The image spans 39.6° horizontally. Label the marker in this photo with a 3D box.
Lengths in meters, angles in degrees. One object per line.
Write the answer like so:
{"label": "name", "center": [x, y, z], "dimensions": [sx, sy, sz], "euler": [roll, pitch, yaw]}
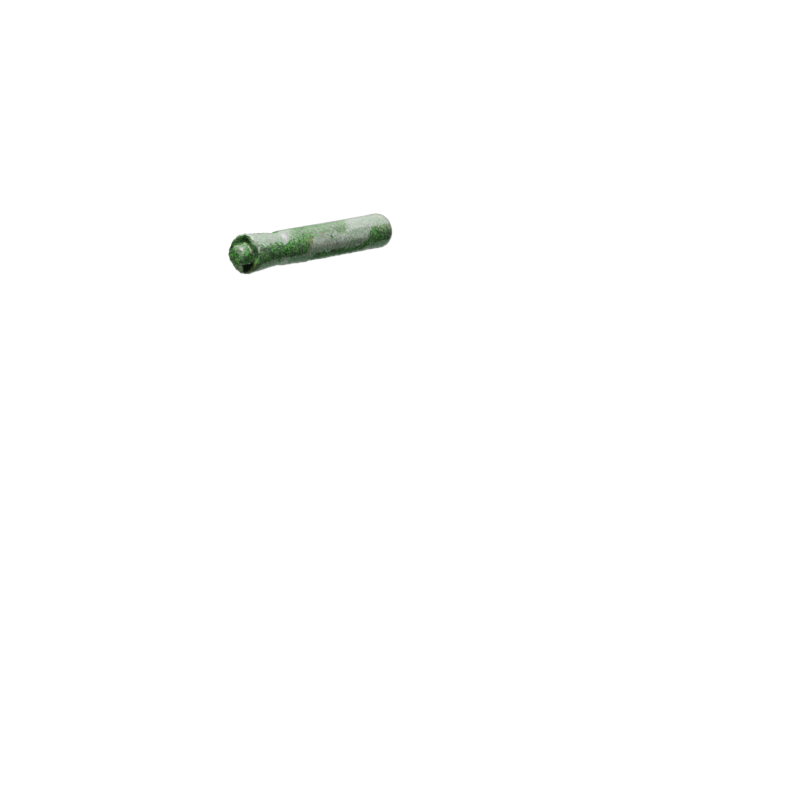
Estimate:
{"label": "marker", "center": [-0.043, -0.079, 0.554], "dimensions": [0.020, 0.019, 0.119], "euler": [3, 14, 33]}
